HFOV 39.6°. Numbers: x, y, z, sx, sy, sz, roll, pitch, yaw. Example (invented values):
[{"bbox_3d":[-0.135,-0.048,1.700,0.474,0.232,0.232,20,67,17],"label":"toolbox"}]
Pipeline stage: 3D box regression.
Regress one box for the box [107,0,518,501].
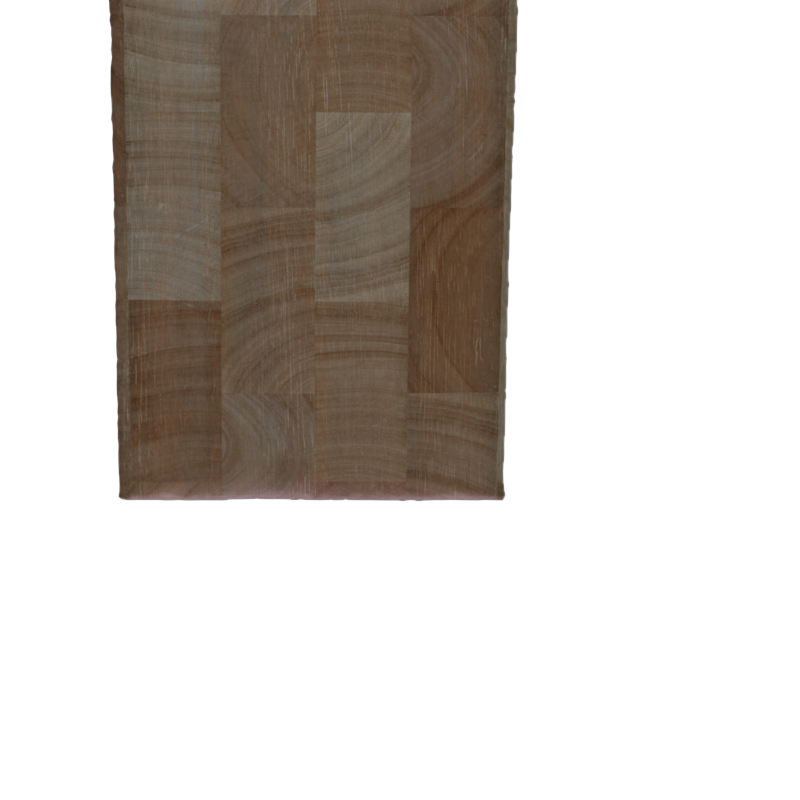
[{"bbox_3d":[-0.038,-0.068,0.479,0.164,0.210,0.073,0,7,-1],"label":"box"}]
